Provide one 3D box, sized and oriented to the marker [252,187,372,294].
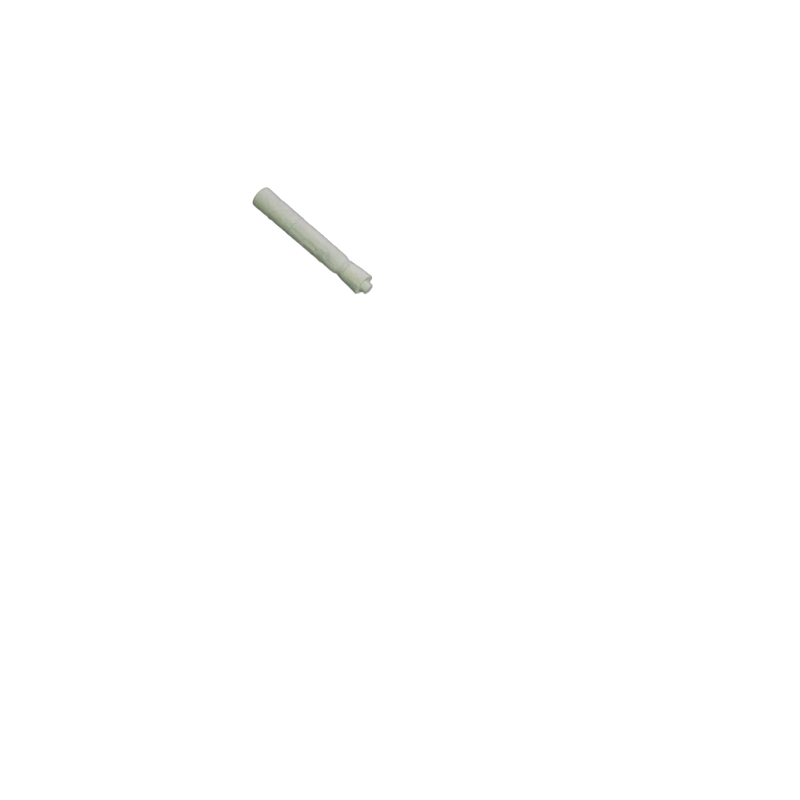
[{"bbox_3d":[-0.069,-0.125,0.877,0.127,0.019,0.019,42,18,19],"label":"marker"}]
